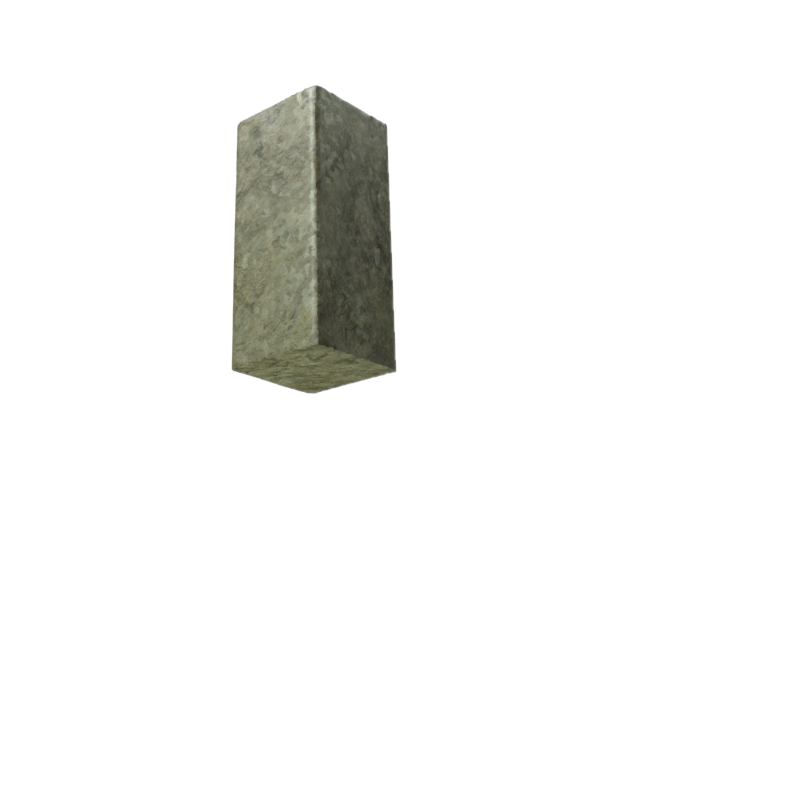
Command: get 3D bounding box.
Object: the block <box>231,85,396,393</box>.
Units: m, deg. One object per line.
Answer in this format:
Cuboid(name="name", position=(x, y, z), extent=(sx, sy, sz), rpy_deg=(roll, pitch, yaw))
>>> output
Cuboid(name="block", position=(-0.067, -0.121, 0.849), extent=(0.092, 0.217, 0.085), rpy_deg=(-19, -28, 37))
